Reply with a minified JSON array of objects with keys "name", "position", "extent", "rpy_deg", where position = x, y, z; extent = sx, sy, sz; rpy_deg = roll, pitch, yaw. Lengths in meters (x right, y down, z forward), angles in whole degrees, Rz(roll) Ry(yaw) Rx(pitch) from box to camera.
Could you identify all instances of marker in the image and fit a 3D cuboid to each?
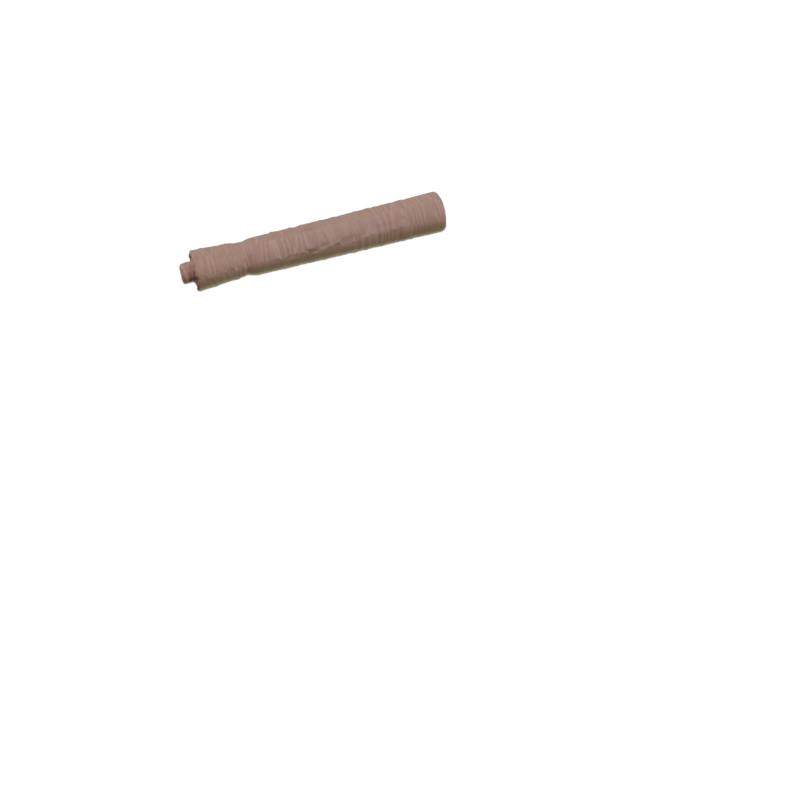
[{"name":"marker","position":[-0.039,-0.071,0.494],"extent":[0.120,0.019,0.020],"rpy_deg":[-15,8,-11]}]
